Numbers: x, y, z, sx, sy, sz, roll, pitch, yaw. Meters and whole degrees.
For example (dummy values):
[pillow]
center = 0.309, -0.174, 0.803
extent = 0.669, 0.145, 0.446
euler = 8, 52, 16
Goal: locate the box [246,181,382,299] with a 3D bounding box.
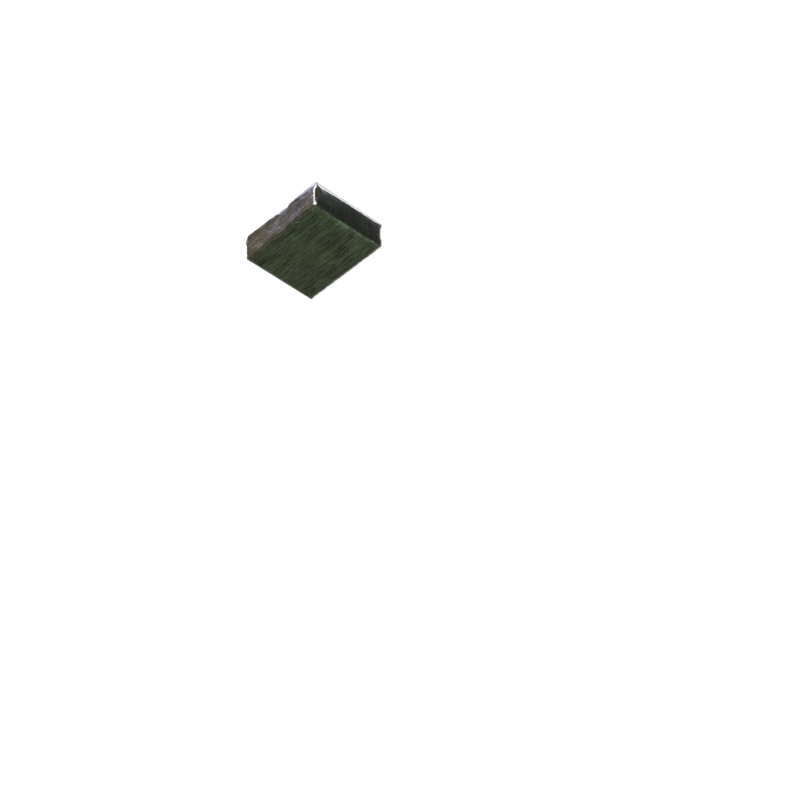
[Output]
[box]
center = -0.071, -0.129, 0.907
extent = 0.069, 0.032, 0.088
euler = 31, -49, -33
